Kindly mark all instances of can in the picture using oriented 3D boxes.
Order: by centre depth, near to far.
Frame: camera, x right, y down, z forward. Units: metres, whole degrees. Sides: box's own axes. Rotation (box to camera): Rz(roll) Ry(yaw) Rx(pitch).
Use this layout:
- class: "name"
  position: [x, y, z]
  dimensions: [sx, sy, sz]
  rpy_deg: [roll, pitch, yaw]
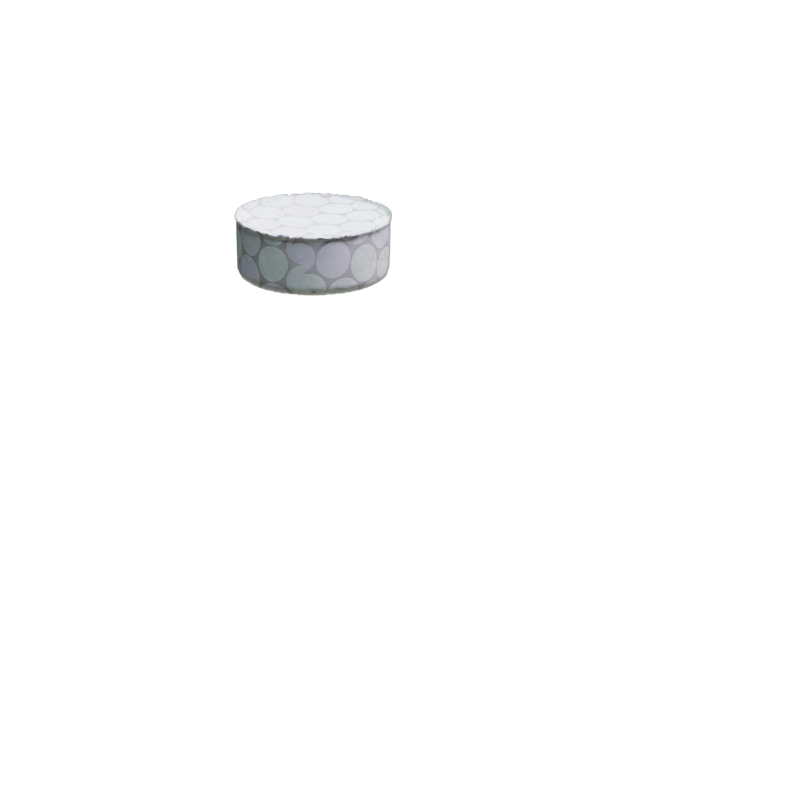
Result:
- class: "can"
  position: [-0.048, -0.087, 0.608]
  dimensions: [0.086, 0.032, 0.090]
  rpy_deg: [-1, 24, -2]
